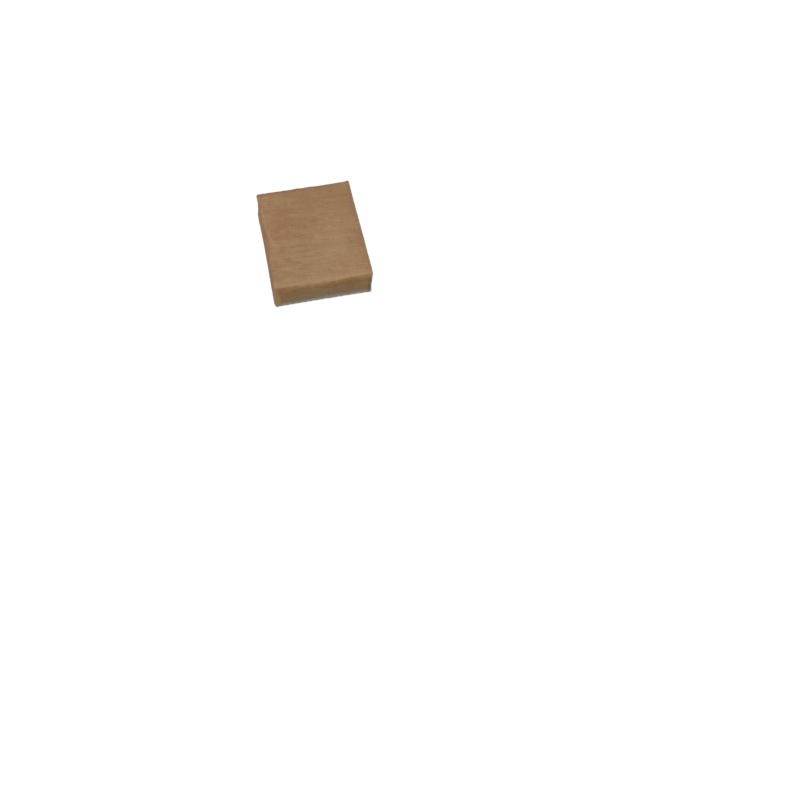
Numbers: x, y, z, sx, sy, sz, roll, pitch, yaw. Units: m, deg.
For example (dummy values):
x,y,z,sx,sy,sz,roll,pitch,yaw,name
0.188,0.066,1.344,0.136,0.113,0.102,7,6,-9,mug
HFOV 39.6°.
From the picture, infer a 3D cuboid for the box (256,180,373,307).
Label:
x,y,z,sx,sy,sz,roll,pitch,yaw,name
-0.065,-0.118,0.829,0.073,0.096,0.028,-10,-31,-6,box
